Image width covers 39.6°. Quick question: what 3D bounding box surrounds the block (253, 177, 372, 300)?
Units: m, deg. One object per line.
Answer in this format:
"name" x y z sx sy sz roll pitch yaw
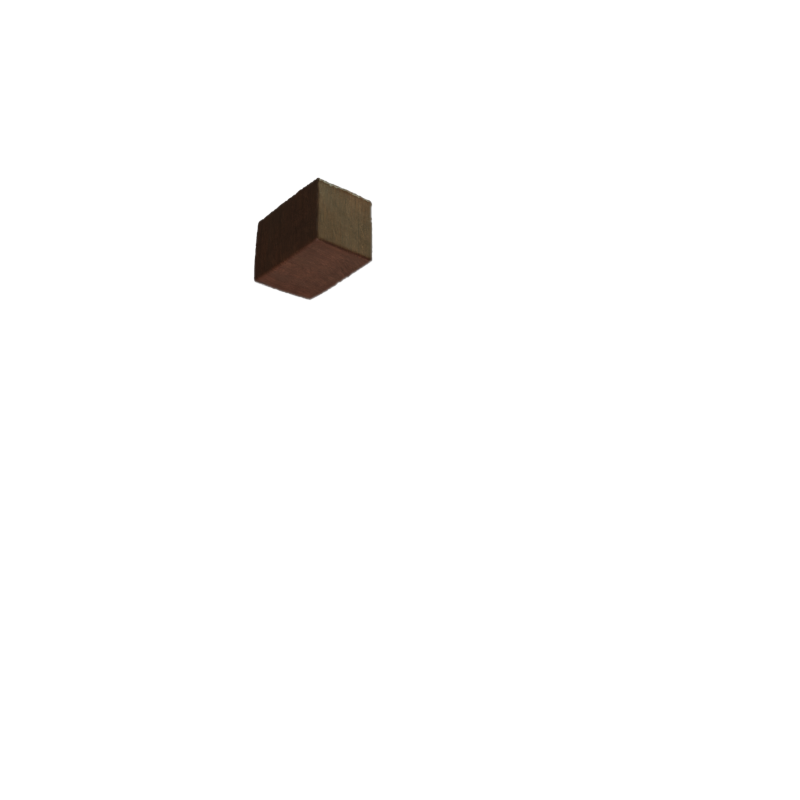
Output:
"block" -0.063 -0.115 0.809 0.050 0.054 0.078 20 -34 -36
